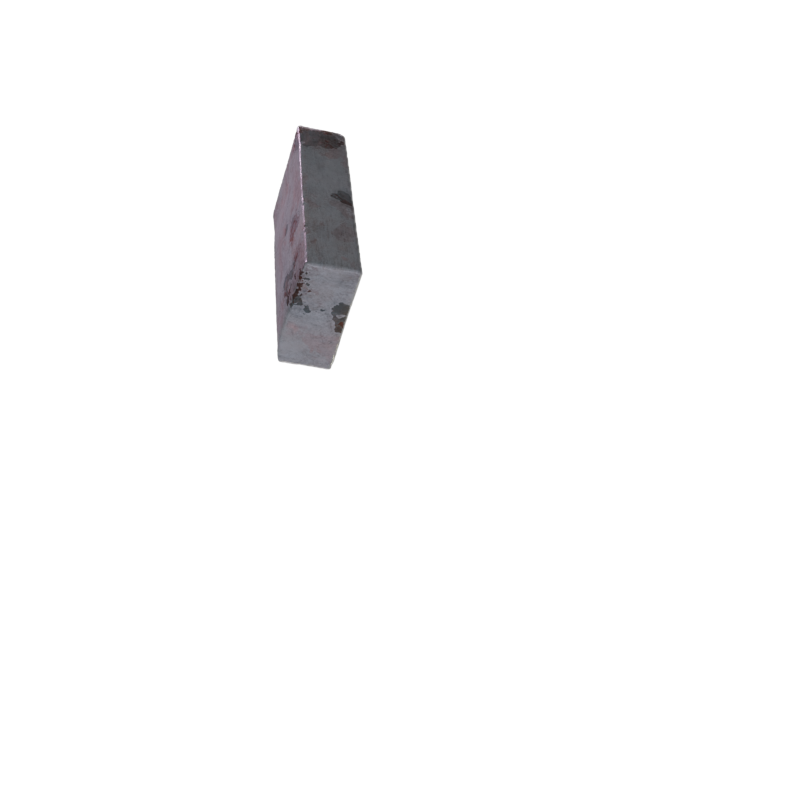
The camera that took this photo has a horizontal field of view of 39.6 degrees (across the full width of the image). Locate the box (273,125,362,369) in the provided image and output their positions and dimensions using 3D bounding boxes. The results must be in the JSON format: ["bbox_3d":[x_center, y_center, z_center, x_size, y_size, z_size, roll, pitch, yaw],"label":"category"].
[{"bbox_3d":[-0.064,-0.117,0.818,0.047,0.089,0.189,11,40,-13],"label":"box"}]
